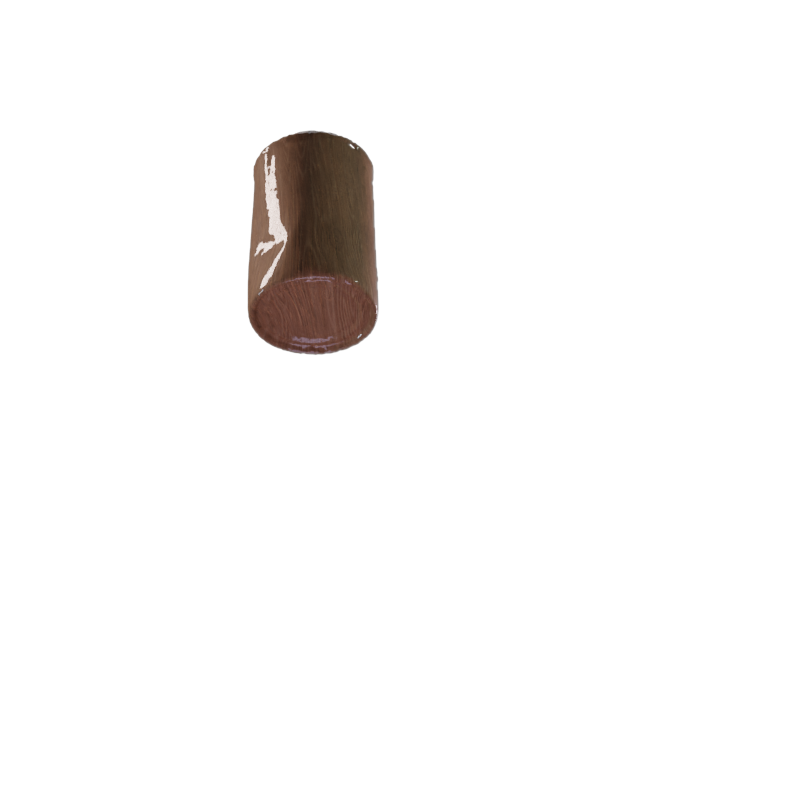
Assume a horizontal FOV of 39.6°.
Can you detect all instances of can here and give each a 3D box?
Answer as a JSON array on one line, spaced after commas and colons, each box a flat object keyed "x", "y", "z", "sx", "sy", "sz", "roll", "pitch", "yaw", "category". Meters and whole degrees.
[{"x": -0.046, "y": -0.084, "z": 0.590, "sx": 0.068, "sy": 0.110, "sz": 0.064, "roll": -1, "pitch": -38, "yaw": -3, "category": "can"}]
